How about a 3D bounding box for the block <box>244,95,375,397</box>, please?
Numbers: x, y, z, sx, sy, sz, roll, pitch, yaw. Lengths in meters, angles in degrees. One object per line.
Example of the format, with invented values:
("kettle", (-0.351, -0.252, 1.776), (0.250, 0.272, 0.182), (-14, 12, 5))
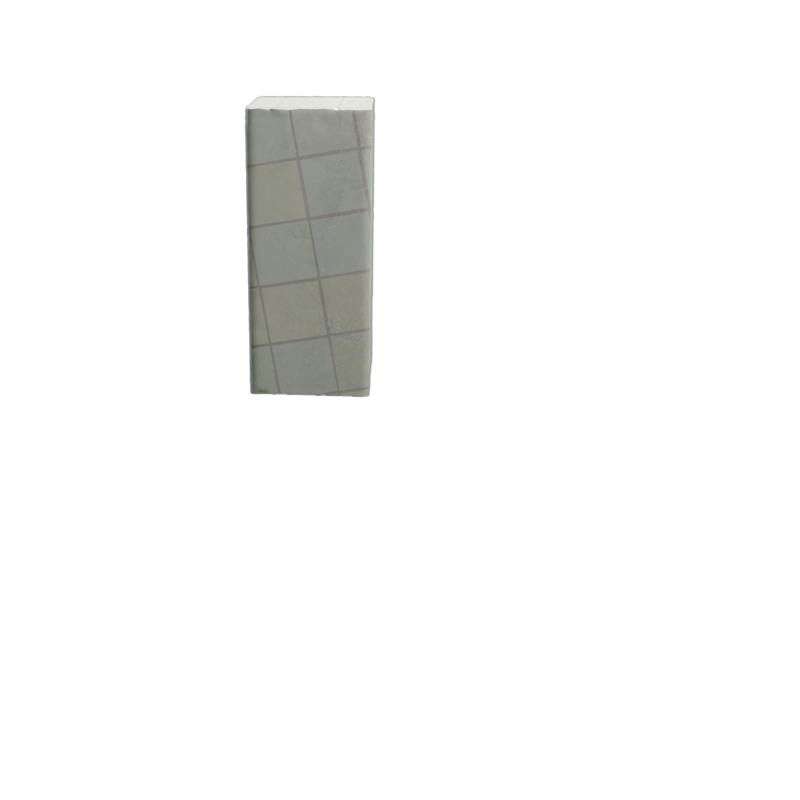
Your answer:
("block", (-0.064, -0.116, 0.815), (0.090, 0.199, 0.094), (1, 15, 1))
